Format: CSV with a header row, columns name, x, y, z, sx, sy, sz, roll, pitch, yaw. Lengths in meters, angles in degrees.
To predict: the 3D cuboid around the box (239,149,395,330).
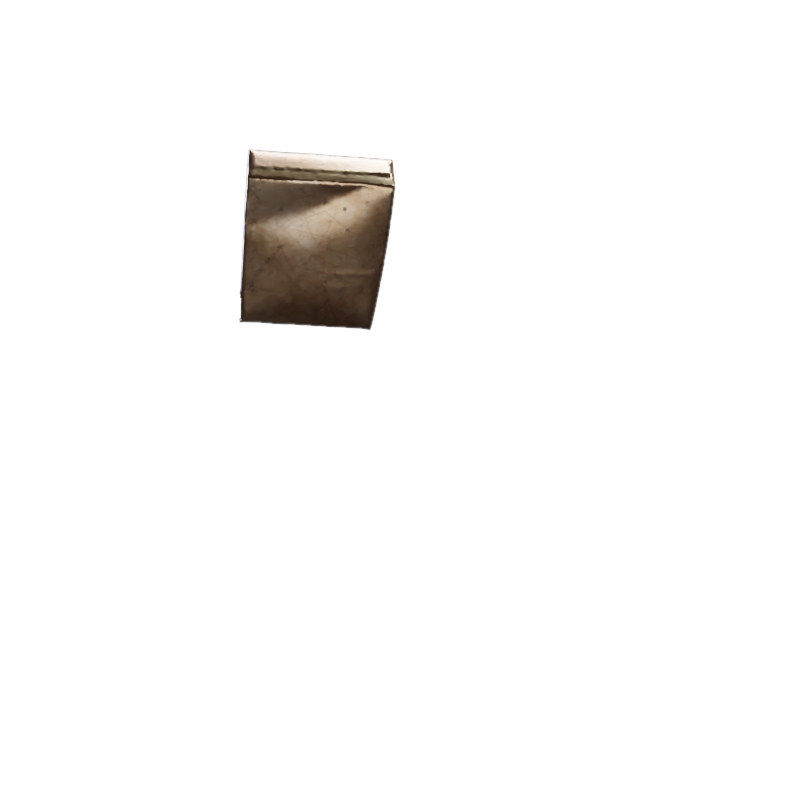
name,x,y,z,sx,sy,sz,roll,pitch,yaw
box,-0.054,-0.099,0.694,0.089,0.107,0.041,5,34,-4
